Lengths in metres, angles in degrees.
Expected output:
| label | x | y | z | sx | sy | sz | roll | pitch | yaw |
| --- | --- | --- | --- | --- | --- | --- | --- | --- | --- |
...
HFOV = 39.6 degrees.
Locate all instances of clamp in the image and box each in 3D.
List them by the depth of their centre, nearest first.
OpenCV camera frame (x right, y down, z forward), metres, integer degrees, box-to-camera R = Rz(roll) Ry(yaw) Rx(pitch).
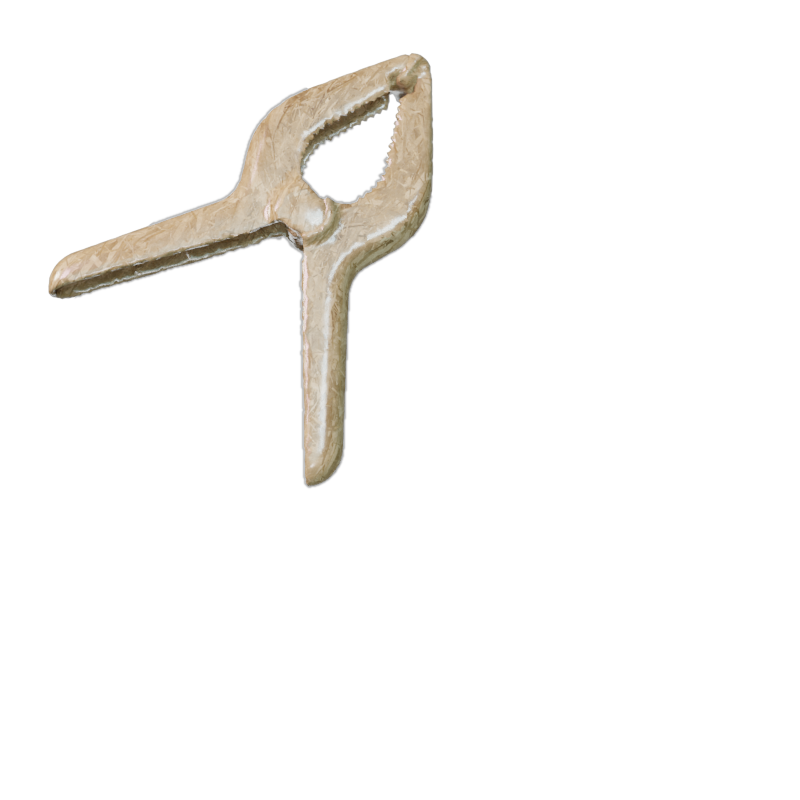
| label | x | y | z | sx | sy | sz | roll | pitch | yaw |
| --- | --- | --- | --- | --- | --- | --- | --- | --- | --- |
| clamp | -0.042 | -0.077 | 0.537 | 0.169 | 0.212 | 0.035 | 41 | -12 | 10 |
